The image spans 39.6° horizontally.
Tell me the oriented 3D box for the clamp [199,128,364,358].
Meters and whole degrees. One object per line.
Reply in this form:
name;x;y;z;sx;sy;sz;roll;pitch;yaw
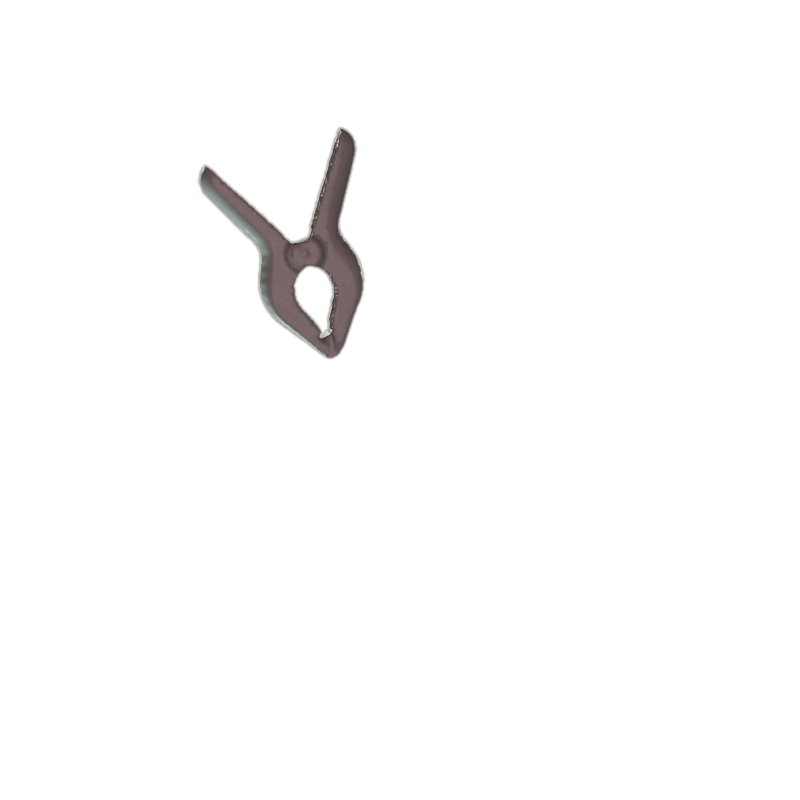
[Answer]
clamp;-0.066;-0.120;0.842;0.120;0.169;0.040;-24;5;2
